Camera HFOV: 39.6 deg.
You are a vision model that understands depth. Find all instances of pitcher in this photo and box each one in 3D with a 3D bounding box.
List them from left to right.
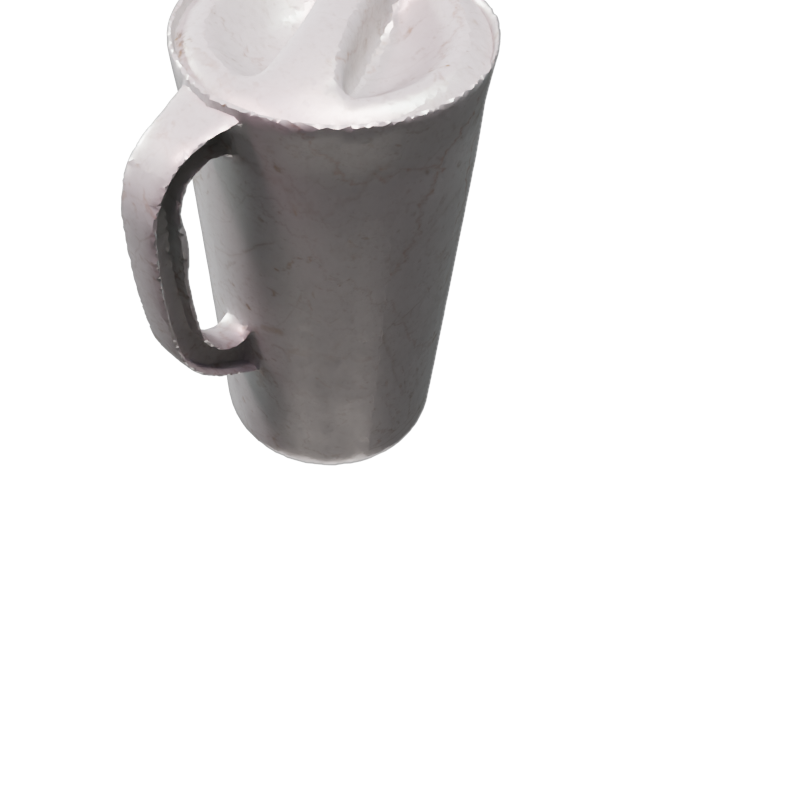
[{"bbox_3d":[-0.040,-0.074,0.517,0.149,0.156,0.226,0,-42,-3],"label":"pitcher"}]
